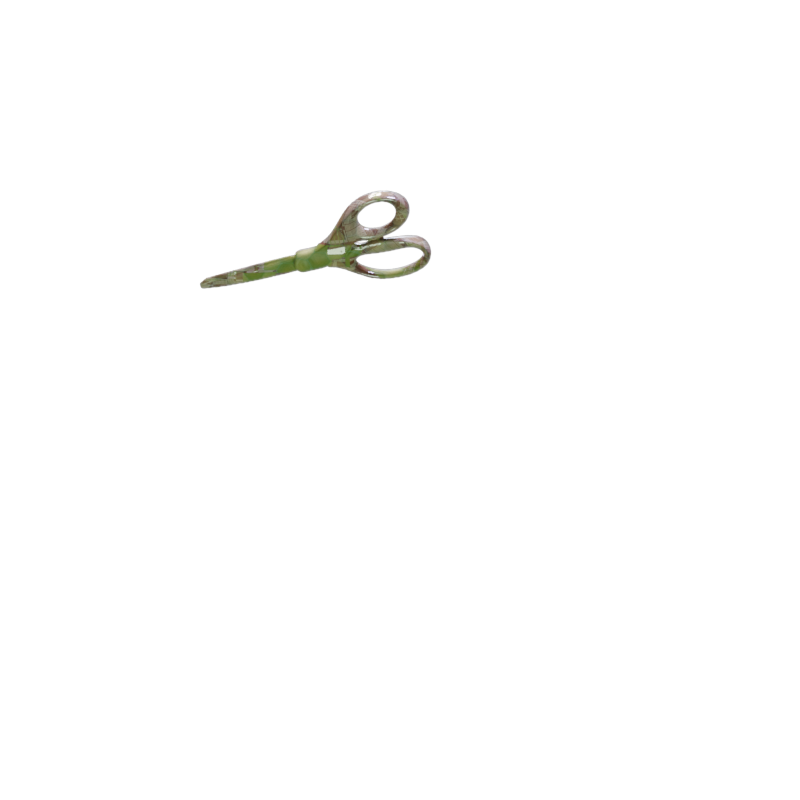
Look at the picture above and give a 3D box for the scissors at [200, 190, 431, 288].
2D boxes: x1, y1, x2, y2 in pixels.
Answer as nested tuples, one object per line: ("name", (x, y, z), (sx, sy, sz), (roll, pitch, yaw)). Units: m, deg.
("scissors", (-0.074, -0.135, 0.947), (0.202, 0.090, 0.017), (-1, 39, 1))
